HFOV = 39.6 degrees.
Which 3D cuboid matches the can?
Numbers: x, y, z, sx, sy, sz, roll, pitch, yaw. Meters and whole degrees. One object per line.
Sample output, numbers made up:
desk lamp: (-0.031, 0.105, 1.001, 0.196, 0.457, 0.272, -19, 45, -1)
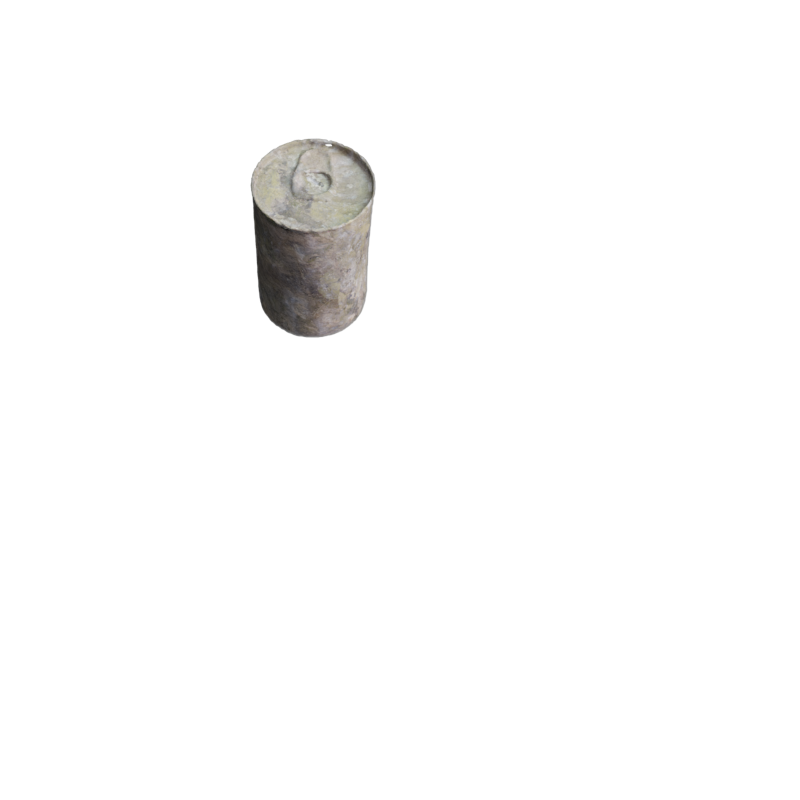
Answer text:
can: (-0.050, -0.091, 0.639, 0.068, 0.073, 0.095, 0, -35, -3)
